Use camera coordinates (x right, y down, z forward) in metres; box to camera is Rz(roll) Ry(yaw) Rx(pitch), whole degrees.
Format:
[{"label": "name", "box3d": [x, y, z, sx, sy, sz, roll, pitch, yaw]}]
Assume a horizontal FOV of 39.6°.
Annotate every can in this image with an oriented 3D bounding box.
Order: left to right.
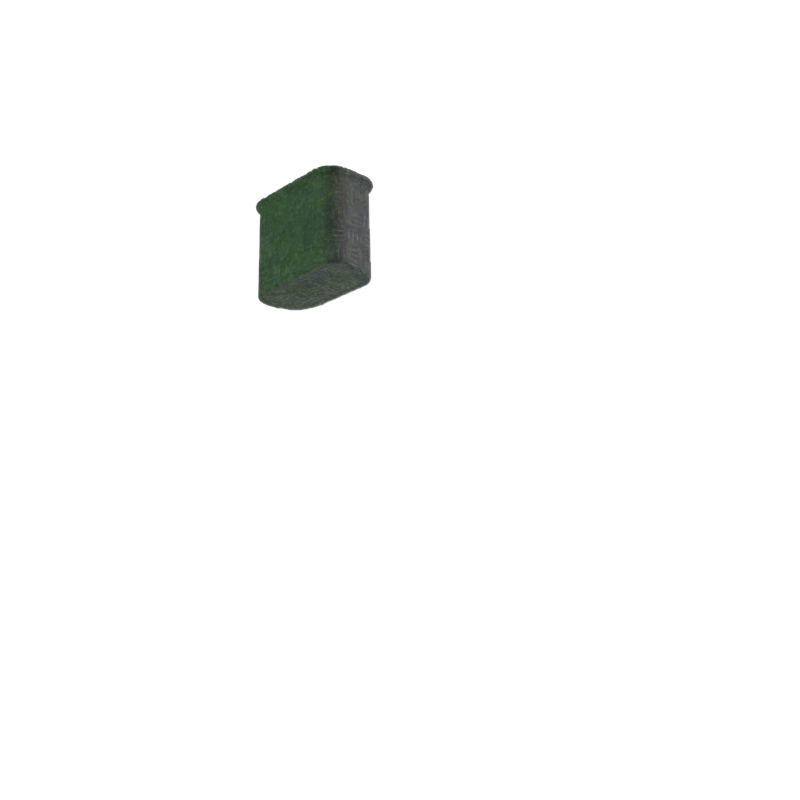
[{"label": "can", "box3d": [-0.068, -0.125, 0.873, 0.054, 0.088, 0.103, 20, -30, -40]}]
